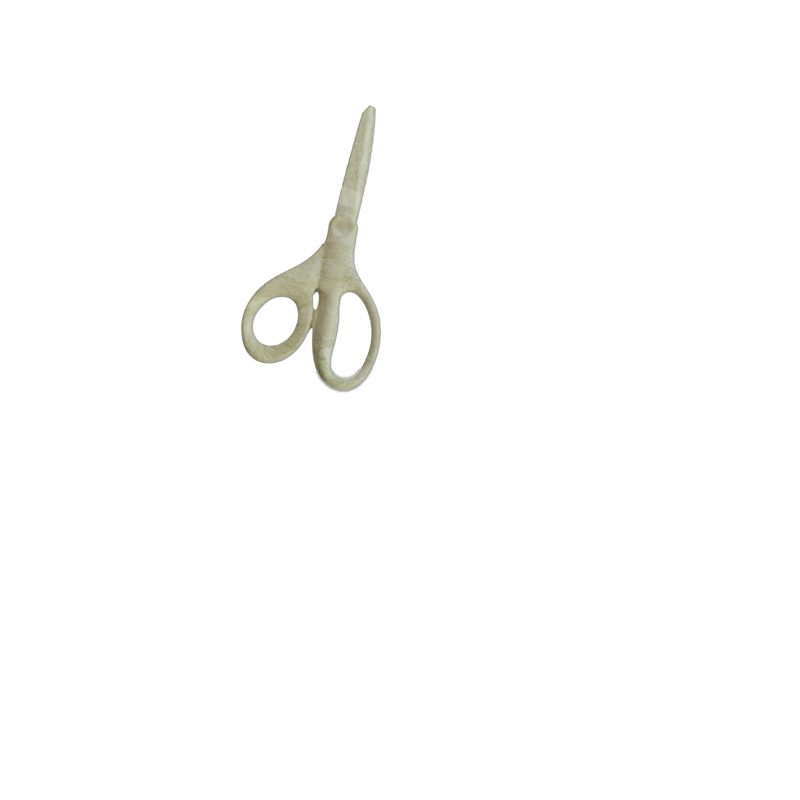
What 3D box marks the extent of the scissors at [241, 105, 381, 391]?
[{"bbox_3d":[-0.056,-0.102,0.718,0.096,0.213,0.015,-4,-24,-2],"label":"scissors"}]
